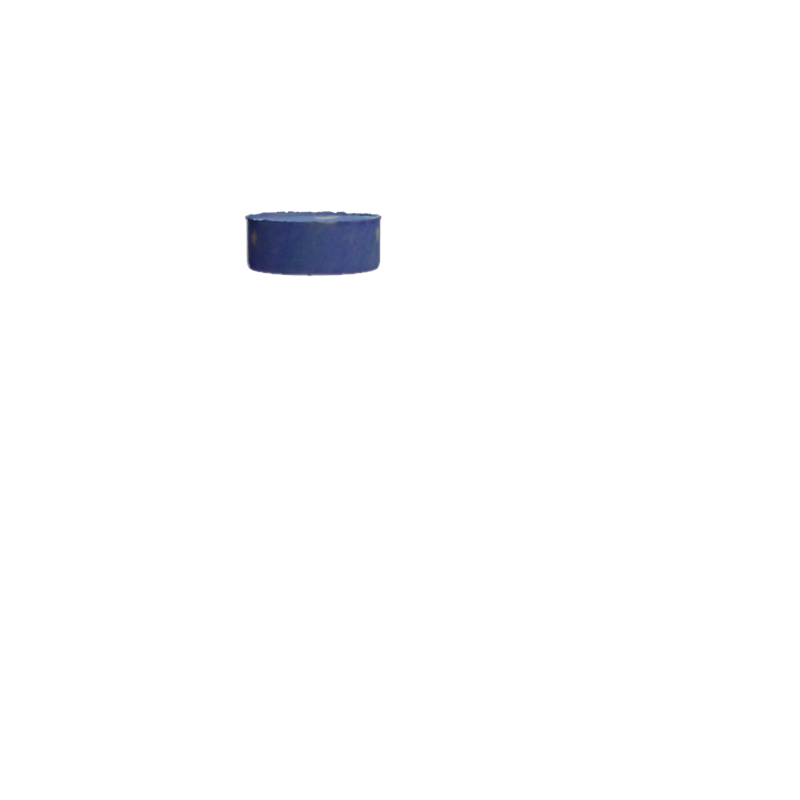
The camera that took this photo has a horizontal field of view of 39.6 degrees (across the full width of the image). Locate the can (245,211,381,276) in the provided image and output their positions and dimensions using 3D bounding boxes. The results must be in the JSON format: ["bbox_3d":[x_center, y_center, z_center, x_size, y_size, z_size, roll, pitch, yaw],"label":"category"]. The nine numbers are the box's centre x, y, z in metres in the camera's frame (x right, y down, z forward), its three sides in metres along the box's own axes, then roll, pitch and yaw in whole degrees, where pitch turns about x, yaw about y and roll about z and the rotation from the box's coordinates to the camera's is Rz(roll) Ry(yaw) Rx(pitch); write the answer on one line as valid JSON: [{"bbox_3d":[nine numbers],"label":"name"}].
[{"bbox_3d":[-0.055,-0.100,0.698,0.086,0.033,0.088,0,12,-2],"label":"can"}]
